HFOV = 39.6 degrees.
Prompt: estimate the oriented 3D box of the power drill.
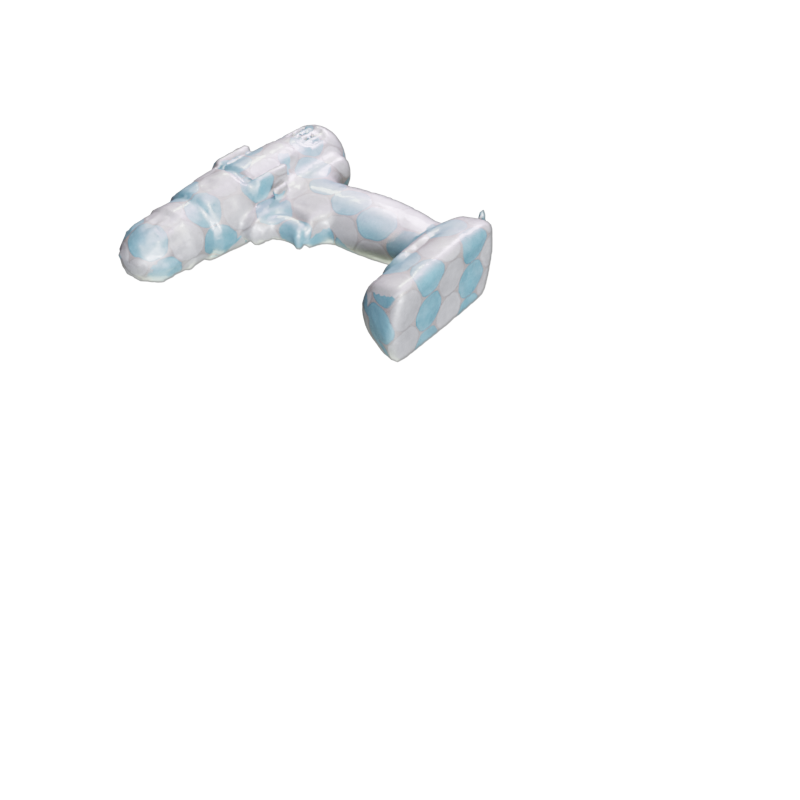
[{"bbox_3d":[-0.054,-0.098,0.685,0.199,0.053,0.186,30,50,28],"label":"power drill"}]
